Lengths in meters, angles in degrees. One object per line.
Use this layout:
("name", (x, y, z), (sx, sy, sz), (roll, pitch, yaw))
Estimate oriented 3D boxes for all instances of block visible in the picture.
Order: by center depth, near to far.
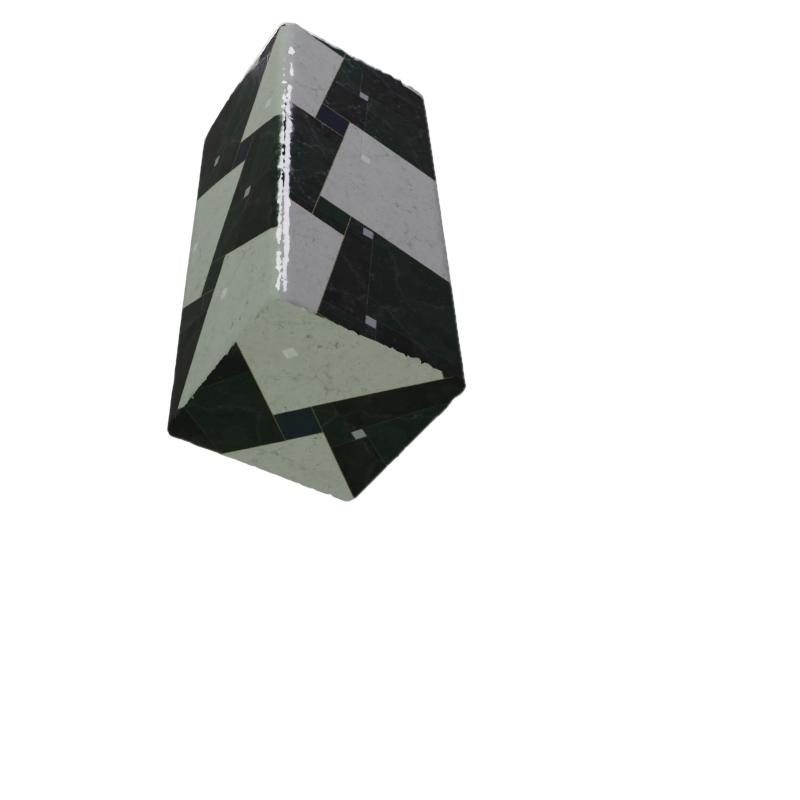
("block", (-0.040, -0.074, 0.515), (0.087, 0.221, 0.088), (24, -52, -24))
